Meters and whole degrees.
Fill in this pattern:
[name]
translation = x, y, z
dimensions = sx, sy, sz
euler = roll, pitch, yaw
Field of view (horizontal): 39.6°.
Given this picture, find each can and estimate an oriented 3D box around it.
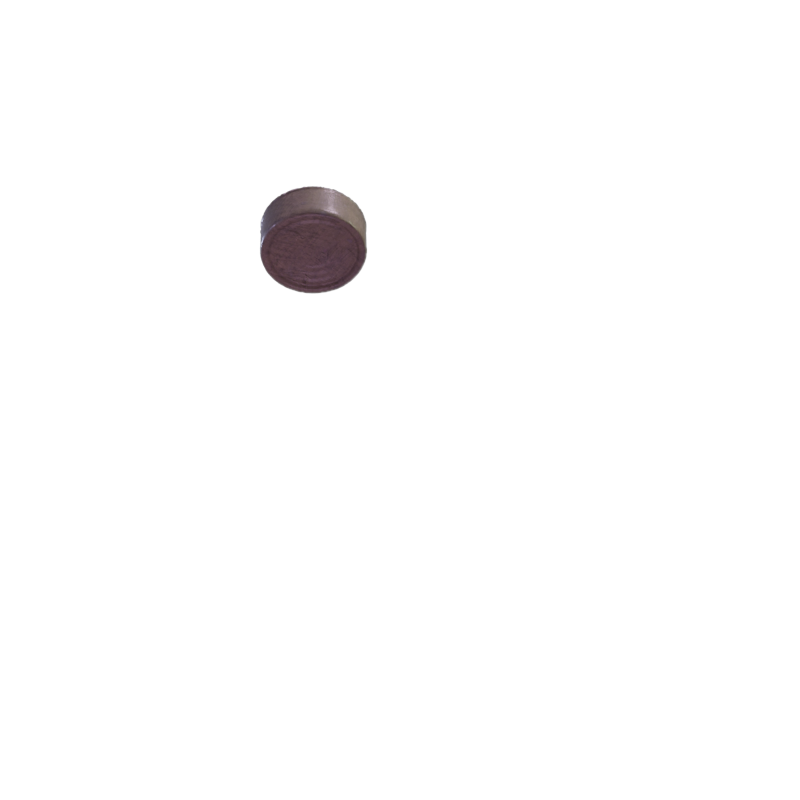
[can]
translation = -0.069, -0.126, 0.880
dimensions = 0.086, 0.080, 0.036
euler = 1, 43, -1
